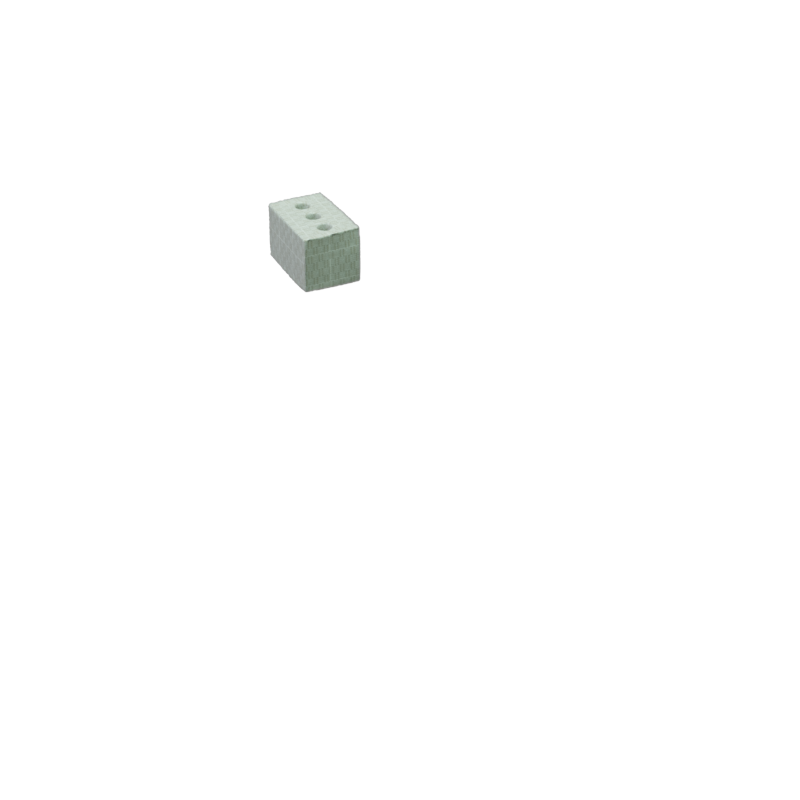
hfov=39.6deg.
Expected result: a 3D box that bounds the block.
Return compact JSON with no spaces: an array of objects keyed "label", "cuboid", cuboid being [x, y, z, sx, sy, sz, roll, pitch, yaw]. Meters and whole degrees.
[{"label":"block","cuboid":[-0.074,-0.135,0.947,0.052,0.048,0.084,-15,36,-24]}]
